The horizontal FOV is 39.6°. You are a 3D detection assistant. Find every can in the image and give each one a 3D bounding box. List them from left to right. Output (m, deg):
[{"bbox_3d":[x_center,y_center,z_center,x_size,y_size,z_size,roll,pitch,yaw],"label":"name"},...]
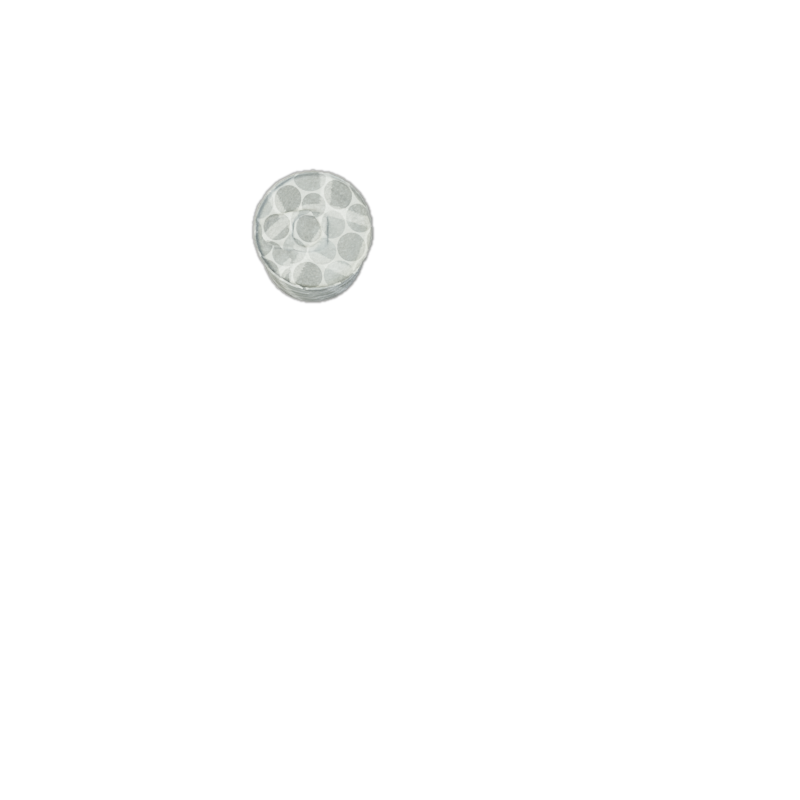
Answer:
[{"bbox_3d":[-0.053,-0.096,0.673,0.068,0.069,0.101,0,-2,-3],"label":"can"}]
